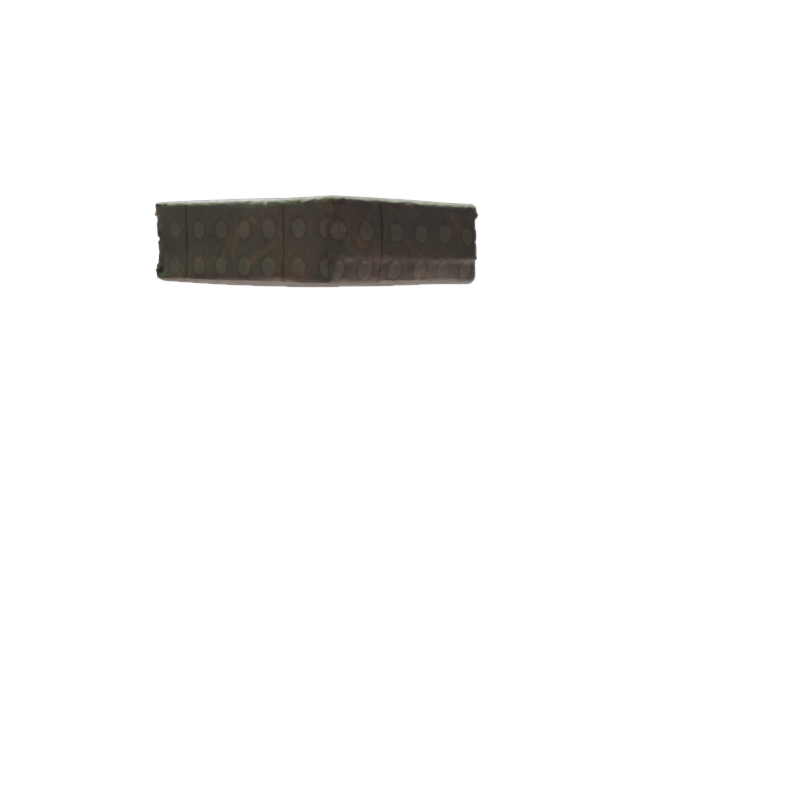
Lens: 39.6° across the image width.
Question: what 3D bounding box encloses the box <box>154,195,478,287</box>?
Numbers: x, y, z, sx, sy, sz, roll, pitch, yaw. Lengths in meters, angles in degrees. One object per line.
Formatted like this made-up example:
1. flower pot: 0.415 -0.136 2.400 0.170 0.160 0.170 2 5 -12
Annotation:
1. box: -0.037 -0.068 0.479 0.118 0.039 0.086 4 6 43
